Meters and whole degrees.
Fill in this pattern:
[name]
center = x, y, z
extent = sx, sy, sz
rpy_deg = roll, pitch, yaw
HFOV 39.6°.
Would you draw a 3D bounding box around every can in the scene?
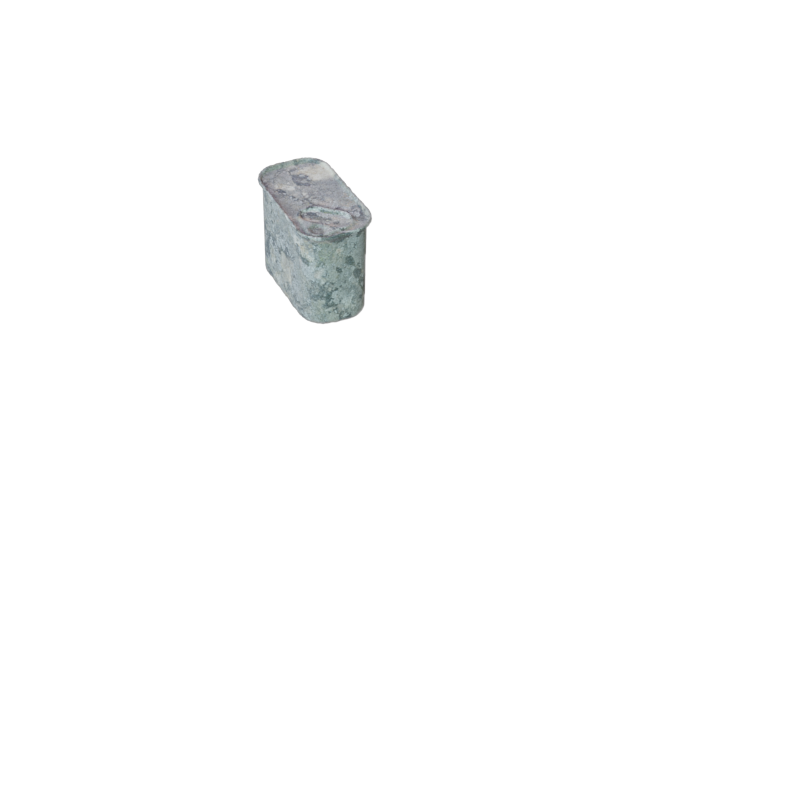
[can]
center = -0.064, -0.118, 0.824
extent = 0.057, 0.078, 0.110
rpy_deg = -17, 44, -21
